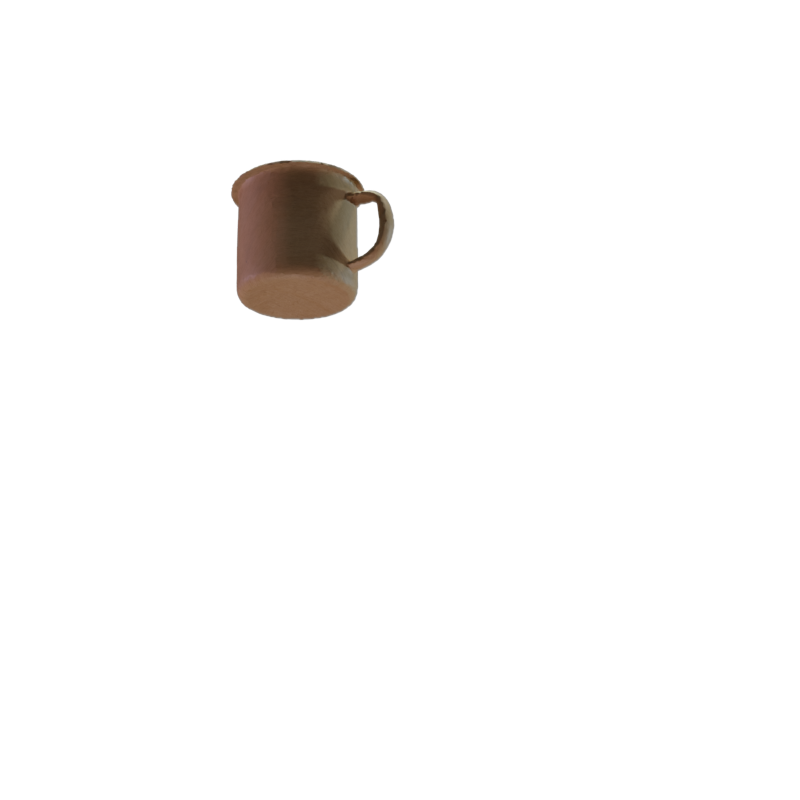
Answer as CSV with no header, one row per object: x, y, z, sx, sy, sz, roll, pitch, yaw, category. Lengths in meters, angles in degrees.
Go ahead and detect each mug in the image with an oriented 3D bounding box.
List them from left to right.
-0.059,-0.107,0.749,0.119,0.086,0.087,-9,-23,21,mug
